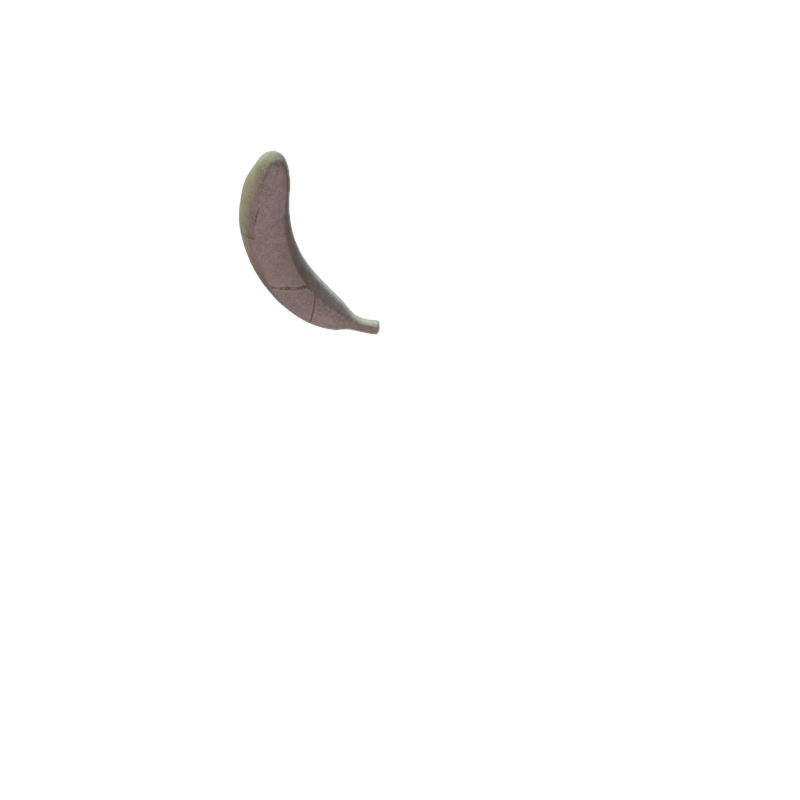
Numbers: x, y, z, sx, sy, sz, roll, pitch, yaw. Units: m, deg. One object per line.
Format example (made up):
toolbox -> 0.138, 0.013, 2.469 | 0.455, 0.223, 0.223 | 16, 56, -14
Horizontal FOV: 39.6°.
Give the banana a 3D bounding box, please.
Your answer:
banana -> -0.080, -0.111, 0.828 | 0.070, 0.039, 0.182 | -15, -42, 16
